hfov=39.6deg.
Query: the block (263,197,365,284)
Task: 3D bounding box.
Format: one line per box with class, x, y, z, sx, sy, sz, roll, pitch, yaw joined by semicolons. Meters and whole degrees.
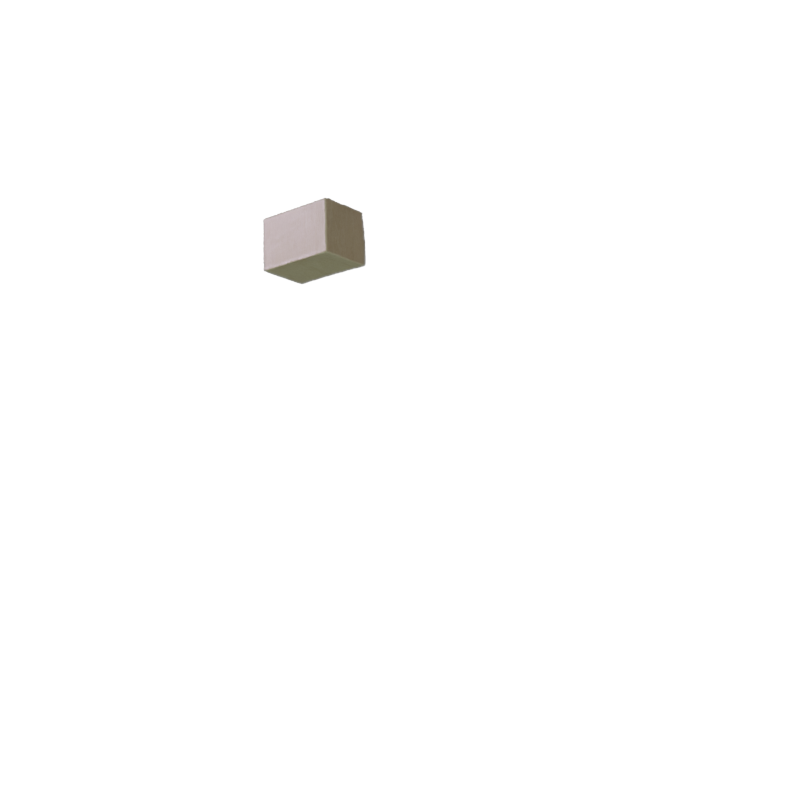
block;-0.077;-0.140;0.980;0.079;0.053;0.050;-12;-20;37
